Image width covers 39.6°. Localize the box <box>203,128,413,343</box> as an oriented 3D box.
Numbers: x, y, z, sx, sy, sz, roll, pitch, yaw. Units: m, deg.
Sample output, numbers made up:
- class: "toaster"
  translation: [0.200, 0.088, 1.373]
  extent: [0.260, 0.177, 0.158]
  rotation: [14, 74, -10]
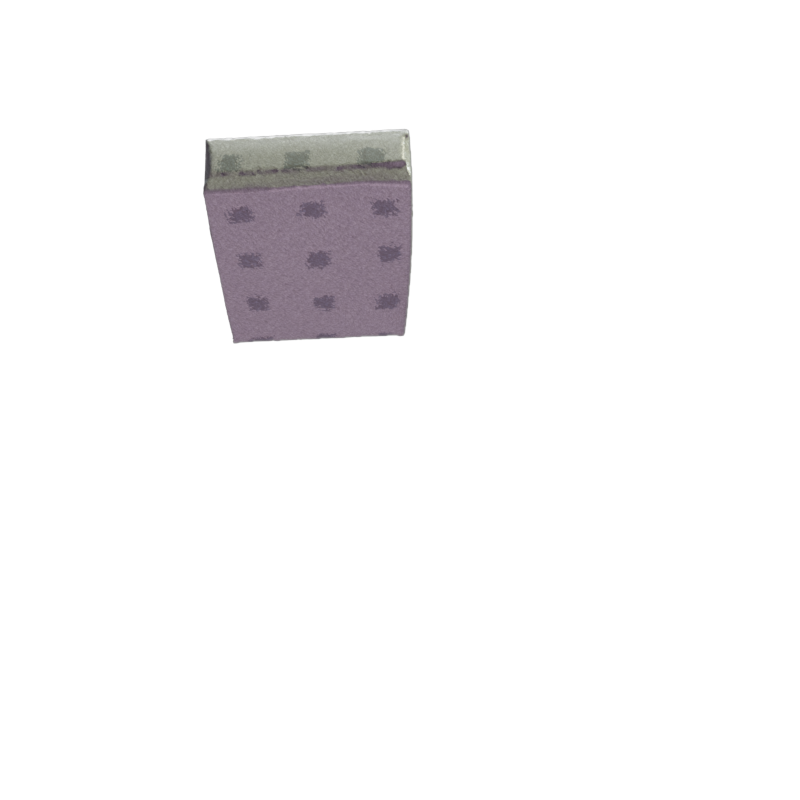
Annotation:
- class: "box"
  translation: [-0.040, -0.073, 0.513]
  extent: [0.090, 0.042, 0.106]
  rotation: [-1, -38, 0]
